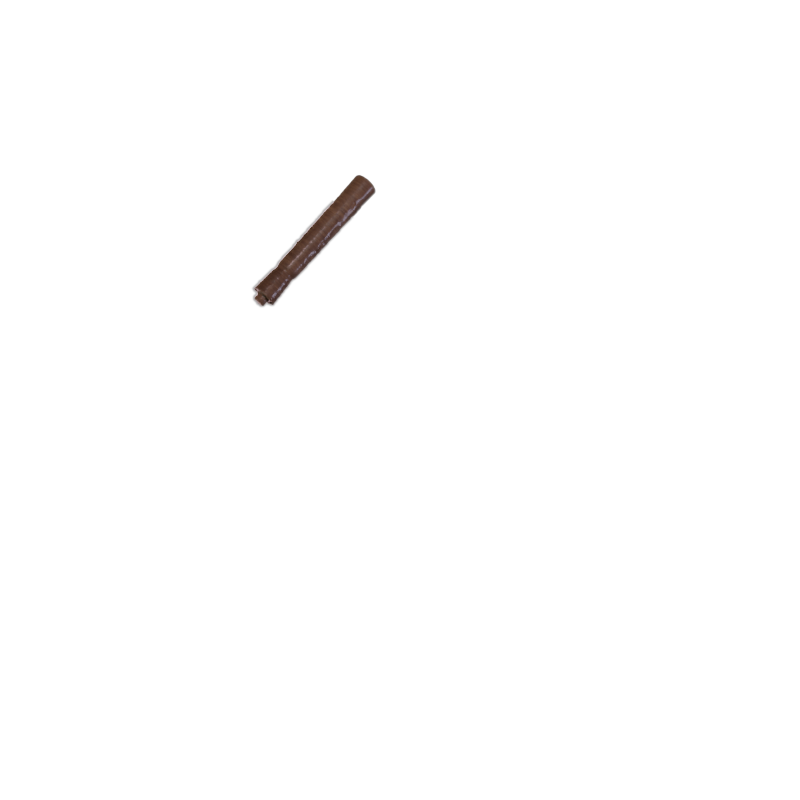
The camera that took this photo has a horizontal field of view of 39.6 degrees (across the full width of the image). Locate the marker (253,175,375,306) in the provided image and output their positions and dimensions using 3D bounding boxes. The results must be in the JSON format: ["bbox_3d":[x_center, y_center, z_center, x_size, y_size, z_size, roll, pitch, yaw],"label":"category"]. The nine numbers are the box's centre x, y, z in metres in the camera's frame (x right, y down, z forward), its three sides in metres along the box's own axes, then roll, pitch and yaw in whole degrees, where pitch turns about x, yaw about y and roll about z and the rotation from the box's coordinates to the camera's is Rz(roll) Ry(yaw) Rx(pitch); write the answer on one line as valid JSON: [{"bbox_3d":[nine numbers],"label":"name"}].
[{"bbox_3d":[-0.063,-0.114,0.801,0.020,0.123,0.019,38,-16,9],"label":"marker"}]
